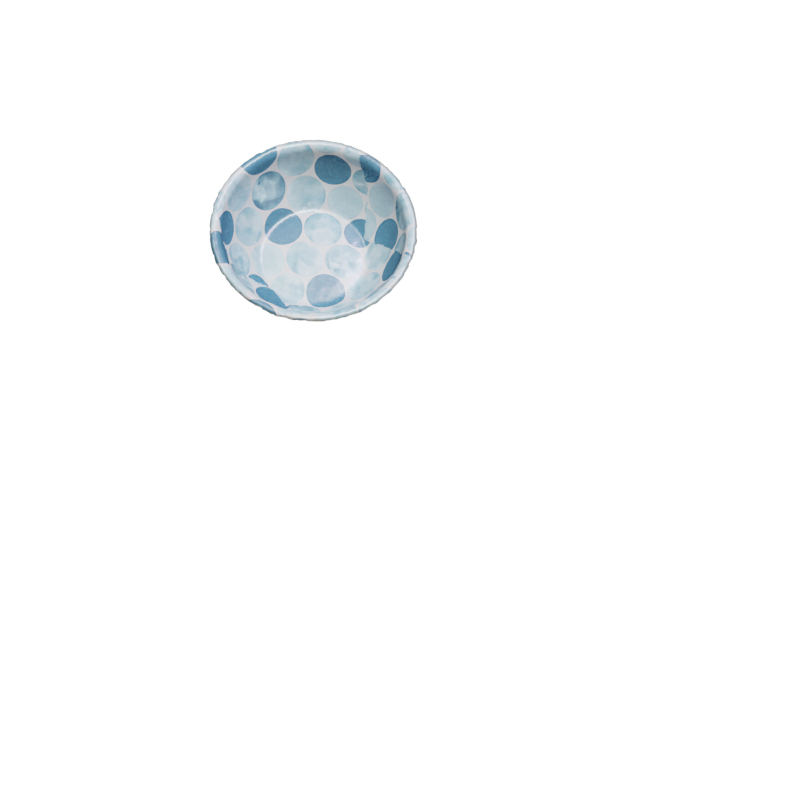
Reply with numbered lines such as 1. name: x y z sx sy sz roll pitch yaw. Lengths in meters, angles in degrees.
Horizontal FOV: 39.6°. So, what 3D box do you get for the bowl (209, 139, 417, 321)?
1. bowl: -0.069 -0.126 0.885 0.162 0.172 0.052 -1 -26 -1
